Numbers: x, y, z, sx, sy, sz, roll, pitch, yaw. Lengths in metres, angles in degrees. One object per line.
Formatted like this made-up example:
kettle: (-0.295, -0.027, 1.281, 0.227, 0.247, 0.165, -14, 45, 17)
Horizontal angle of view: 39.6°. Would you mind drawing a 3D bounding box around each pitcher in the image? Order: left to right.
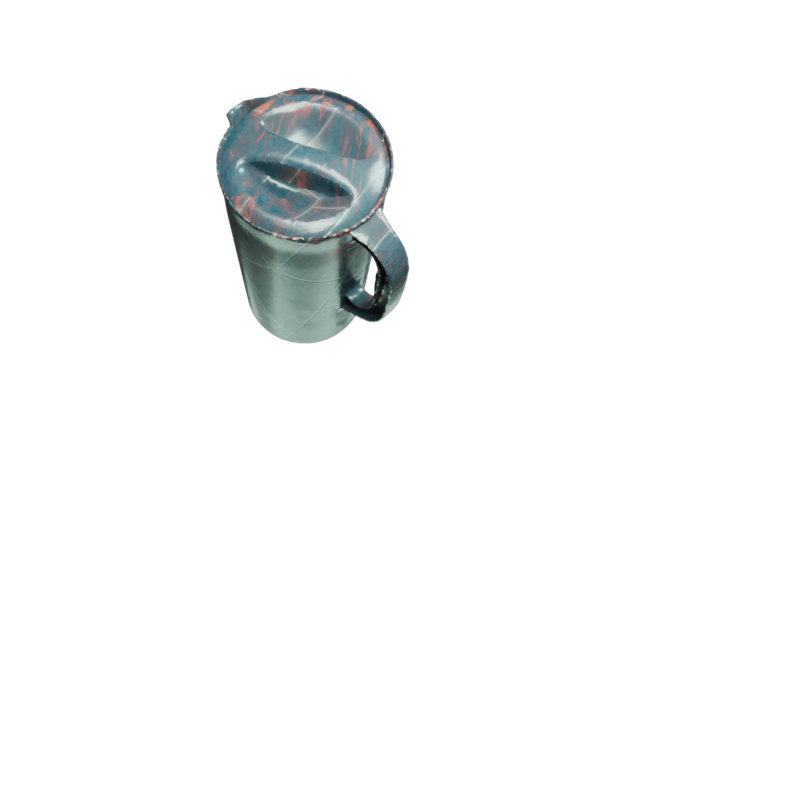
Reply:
pitcher: (-0.072, -0.132, 0.924, 0.145, 0.158, 0.230, 1, -23, -3)
